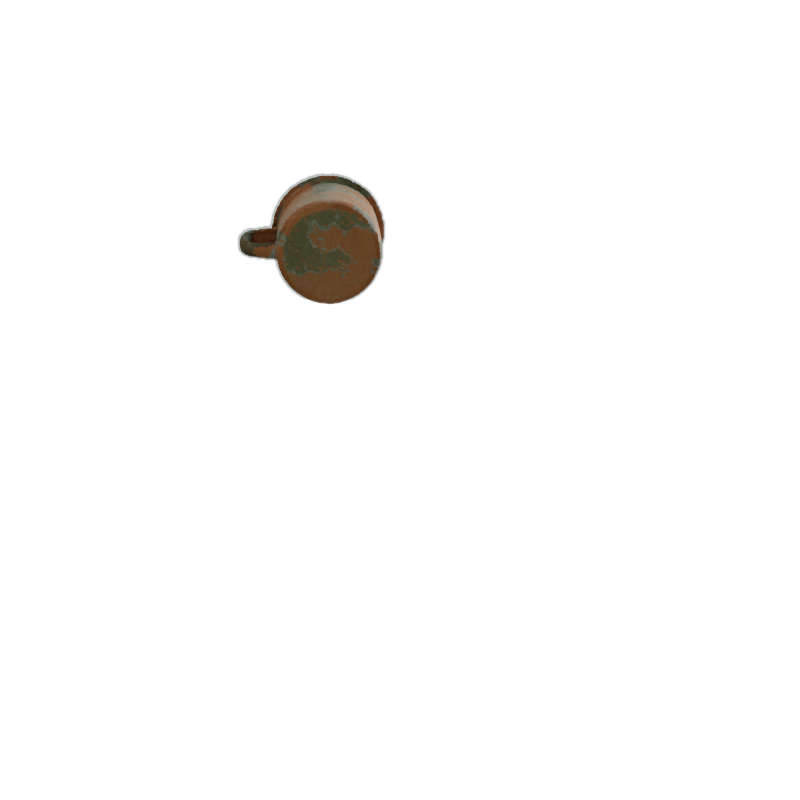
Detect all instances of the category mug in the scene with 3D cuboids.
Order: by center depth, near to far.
[{"bbox_3d":[-0.068,-0.124,0.872,0.117,0.090,0.085,1,17,-2],"label":"mug"}]
